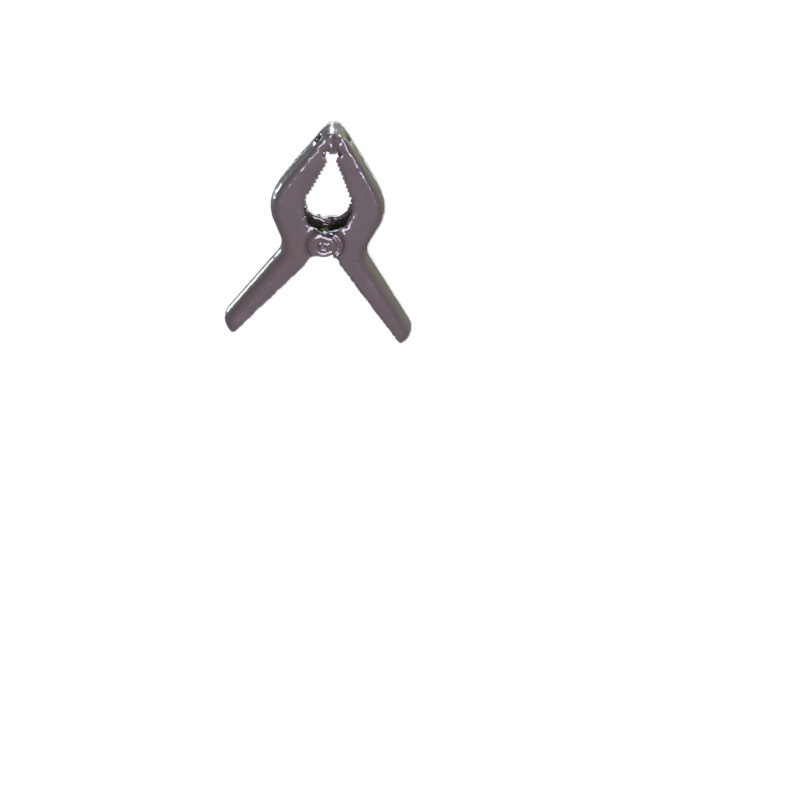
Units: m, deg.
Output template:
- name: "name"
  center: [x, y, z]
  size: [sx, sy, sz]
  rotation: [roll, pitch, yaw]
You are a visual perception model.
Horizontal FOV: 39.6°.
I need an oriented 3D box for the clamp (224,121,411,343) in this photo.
- name: "clamp"
  center: [-0.074, -0.134, 0.939]
  size: [0.165, 0.197, 0.039]
  rotation: [-1, 33, 1]
